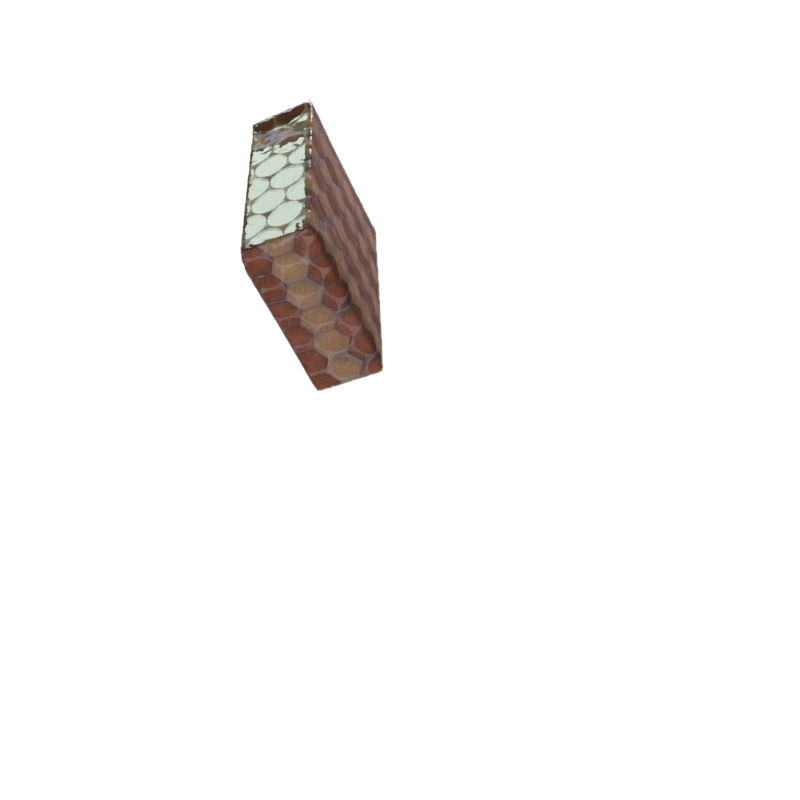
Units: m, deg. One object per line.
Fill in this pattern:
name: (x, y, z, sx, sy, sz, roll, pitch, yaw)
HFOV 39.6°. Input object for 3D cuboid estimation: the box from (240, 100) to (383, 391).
box: (-0.078, -0.142, 0.994, 0.072, 0.152, 0.229, -19, 38, 12)
